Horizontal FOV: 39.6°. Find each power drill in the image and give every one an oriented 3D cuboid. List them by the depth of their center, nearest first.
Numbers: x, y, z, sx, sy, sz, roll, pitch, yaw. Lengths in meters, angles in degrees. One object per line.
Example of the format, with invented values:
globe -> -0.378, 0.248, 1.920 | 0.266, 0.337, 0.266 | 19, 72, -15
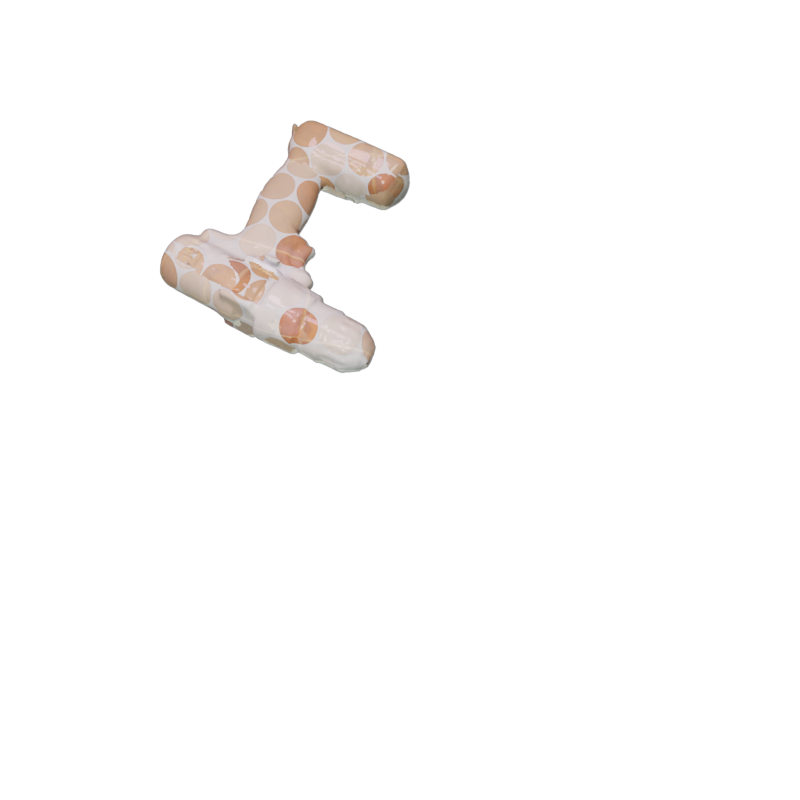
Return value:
power drill -> -0.068, -0.125, 0.874 | 0.191, 0.193, 0.054 | 26, -29, 16
